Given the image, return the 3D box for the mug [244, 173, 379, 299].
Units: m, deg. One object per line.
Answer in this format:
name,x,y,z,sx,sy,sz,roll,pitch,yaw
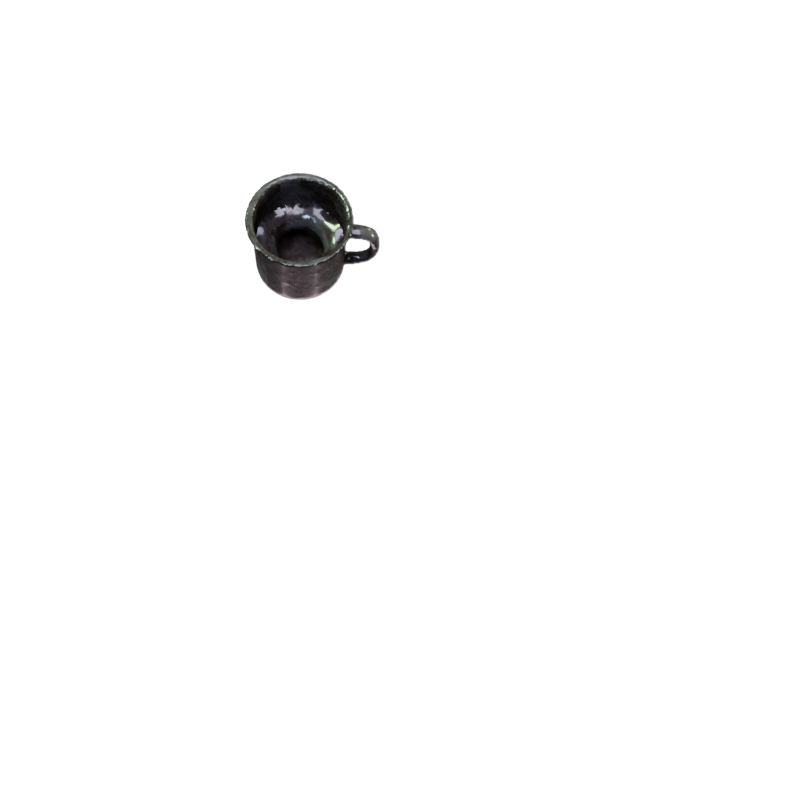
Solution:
mug,-0.077,-0.140,0.983,0.117,0.099,0.077,1,-25,-1
